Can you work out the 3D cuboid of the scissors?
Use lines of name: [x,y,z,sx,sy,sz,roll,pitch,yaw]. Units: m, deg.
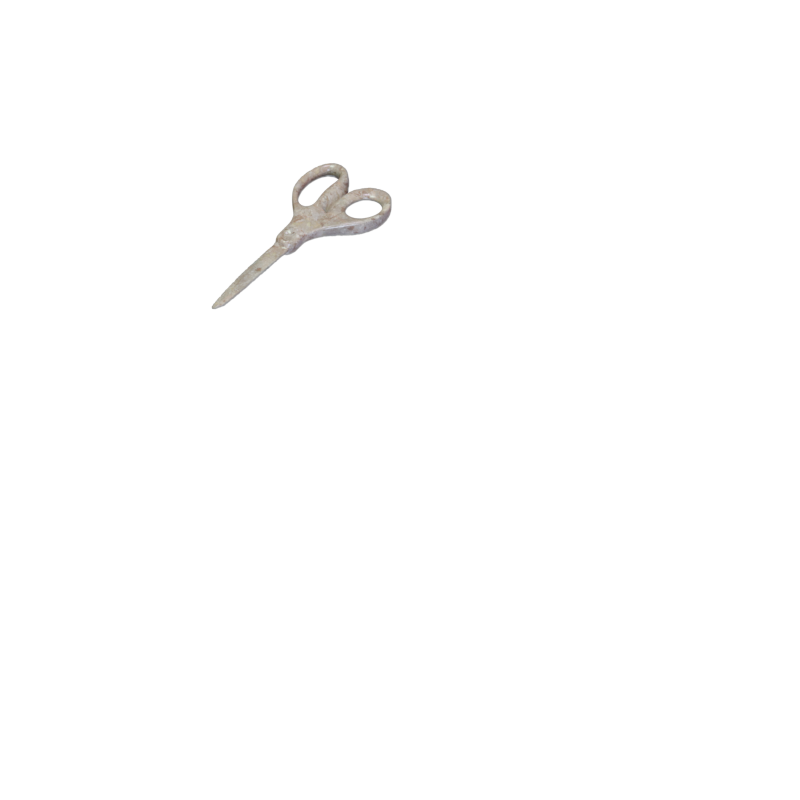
scissors: [-0.071,-0.130,0.912,0.098,0.015,0.211,12,46,11]
